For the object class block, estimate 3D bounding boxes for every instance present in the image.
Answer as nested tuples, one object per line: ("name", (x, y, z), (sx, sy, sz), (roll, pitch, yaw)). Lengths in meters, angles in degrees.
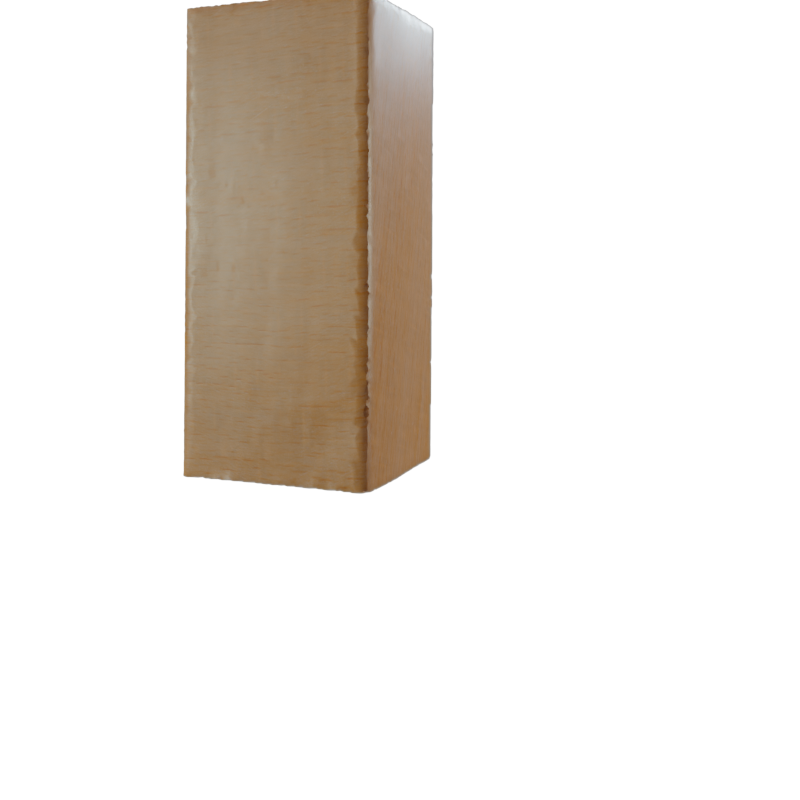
("block", (-0.039, -0.073, 0.509), (0.093, 0.206, 0.088), (0, 1, 22))
